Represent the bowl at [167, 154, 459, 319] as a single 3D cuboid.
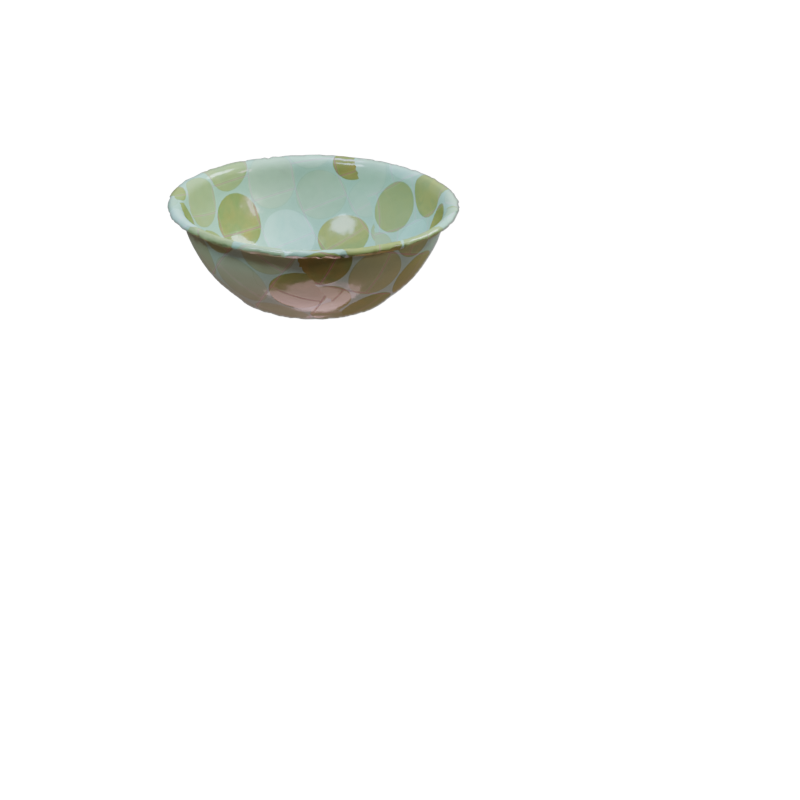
[{"bbox_3d":[-0.049,-0.090,0.627,0.162,0.052,0.171,-1,28,-2],"label":"bowl"}]
